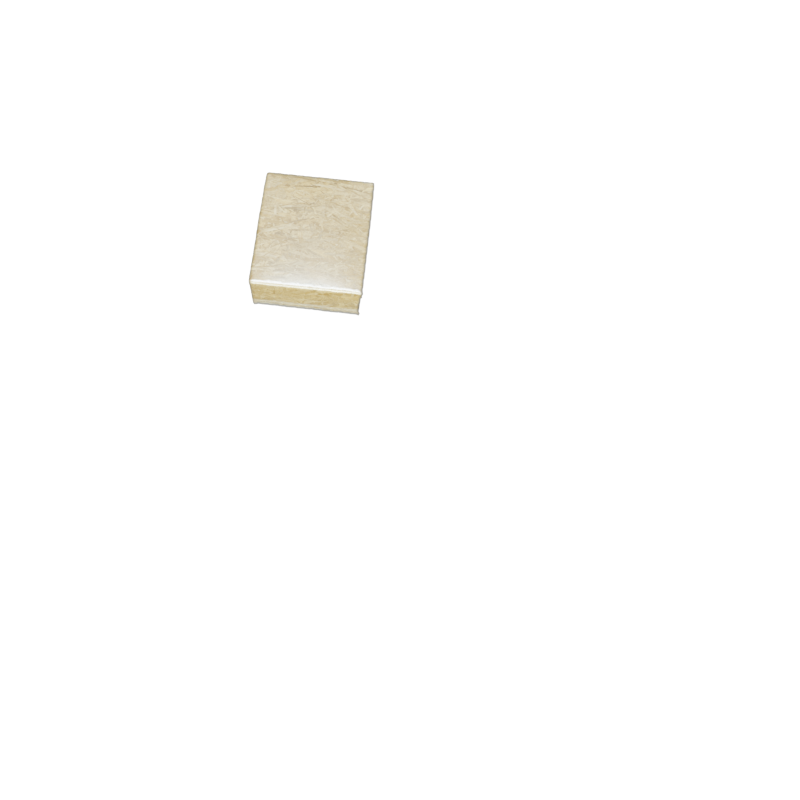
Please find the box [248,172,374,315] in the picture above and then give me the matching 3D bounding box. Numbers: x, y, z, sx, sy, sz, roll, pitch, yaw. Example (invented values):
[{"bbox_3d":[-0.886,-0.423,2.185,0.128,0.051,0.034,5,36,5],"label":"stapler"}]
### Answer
[{"bbox_3d":[-0.070,-0.128,0.897,0.090,0.120,0.036,4,-30,2],"label":"box"}]
